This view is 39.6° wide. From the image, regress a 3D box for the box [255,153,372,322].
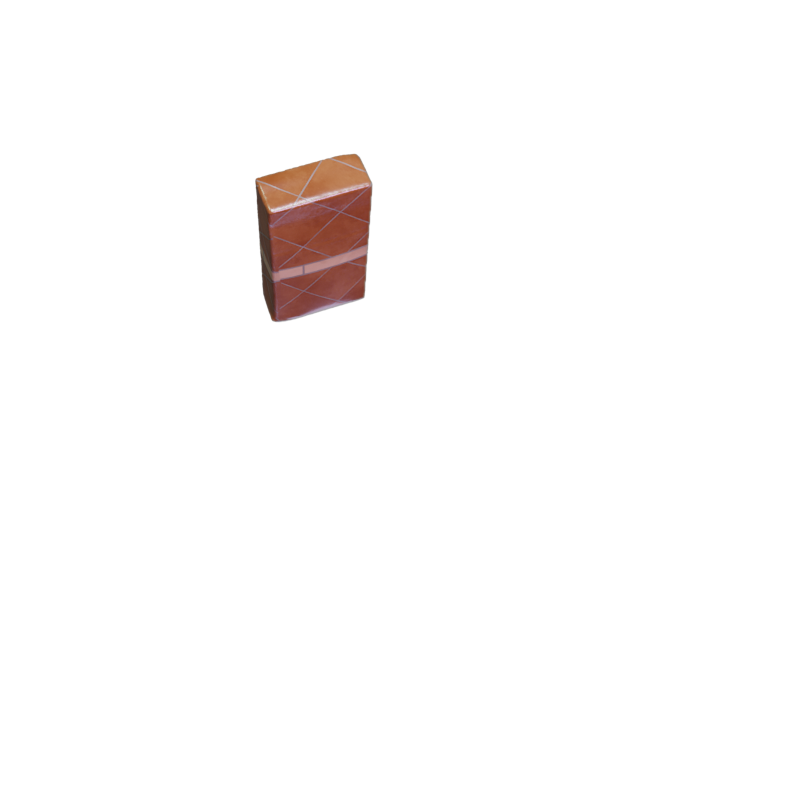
[{"bbox_3d":[-0.077,-0.140,0.979,0.093,0.052,0.165,-16,-30,-13],"label":"box"}]
